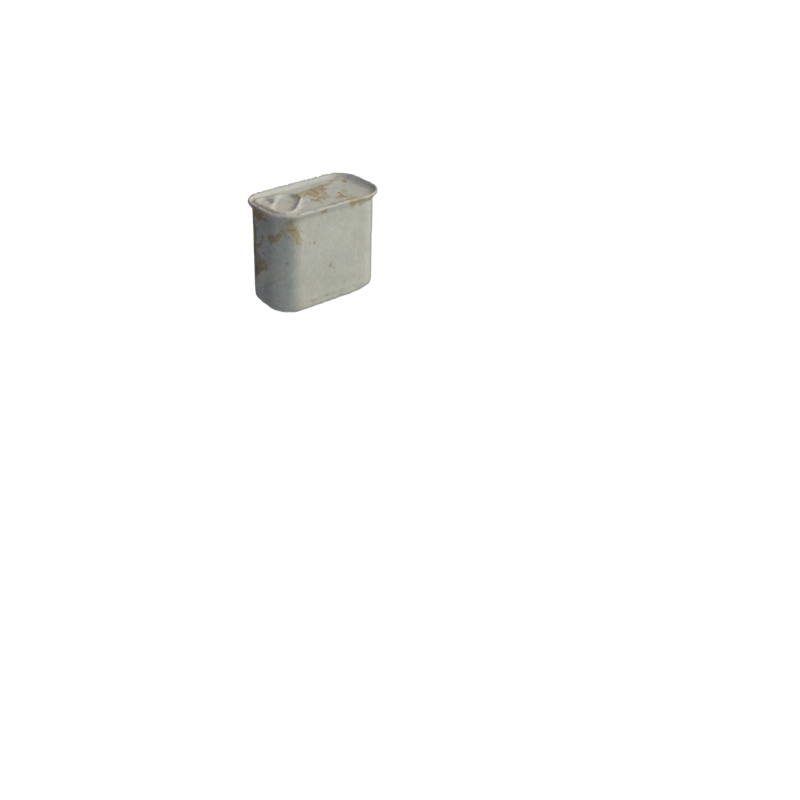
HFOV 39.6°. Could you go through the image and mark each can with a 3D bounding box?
[{"bbox_3d":[-0.069,-0.125,0.879,0.101,0.079,0.062,-21,35,-34],"label":"can"}]
